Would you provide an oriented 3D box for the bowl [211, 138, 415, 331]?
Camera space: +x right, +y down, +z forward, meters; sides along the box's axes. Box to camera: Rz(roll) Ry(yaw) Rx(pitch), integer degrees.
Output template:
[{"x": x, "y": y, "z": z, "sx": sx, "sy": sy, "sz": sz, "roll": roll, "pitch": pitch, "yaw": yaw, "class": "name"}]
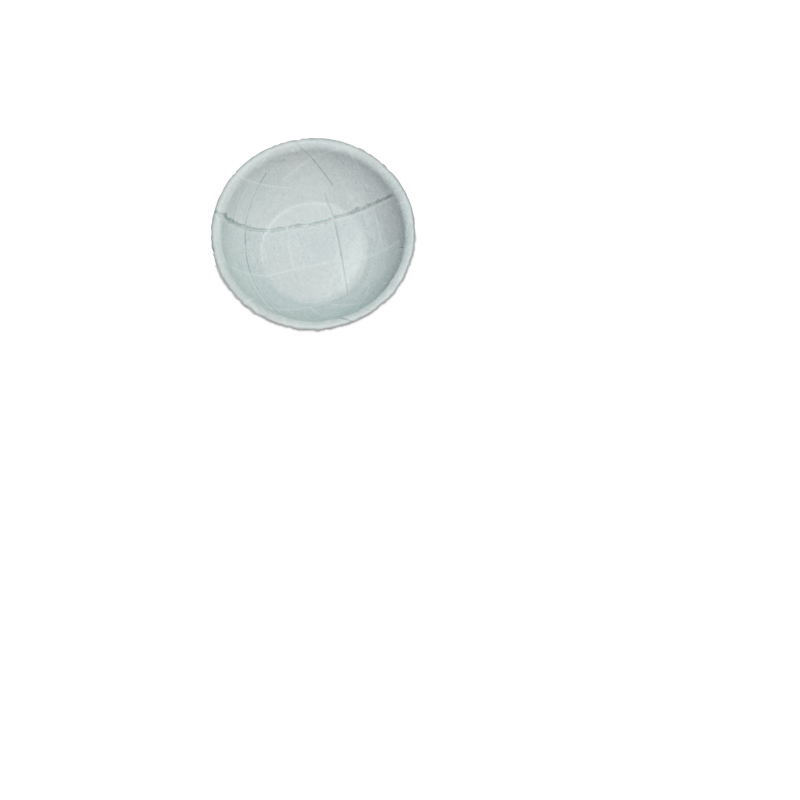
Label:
[{"x": -0.070, "y": -0.128, "z": 0.898, "sx": 0.162, "sy": 0.169, "sz": 0.053, "roll": -1, "pitch": -18, "yaw": -1, "class": "bowl"}]
